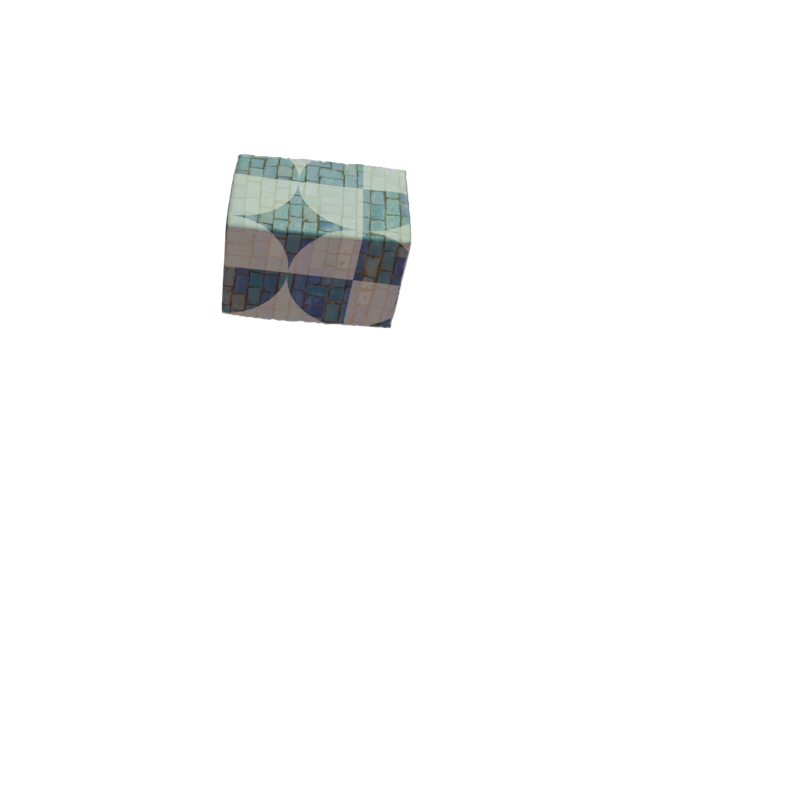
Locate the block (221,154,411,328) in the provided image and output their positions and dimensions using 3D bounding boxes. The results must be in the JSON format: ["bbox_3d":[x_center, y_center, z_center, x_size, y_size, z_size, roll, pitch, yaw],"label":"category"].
[{"bbox_3d":[-0.038,-0.070,0.487,0.077,0.055,0.049,5,-46,-6],"label":"block"}]
